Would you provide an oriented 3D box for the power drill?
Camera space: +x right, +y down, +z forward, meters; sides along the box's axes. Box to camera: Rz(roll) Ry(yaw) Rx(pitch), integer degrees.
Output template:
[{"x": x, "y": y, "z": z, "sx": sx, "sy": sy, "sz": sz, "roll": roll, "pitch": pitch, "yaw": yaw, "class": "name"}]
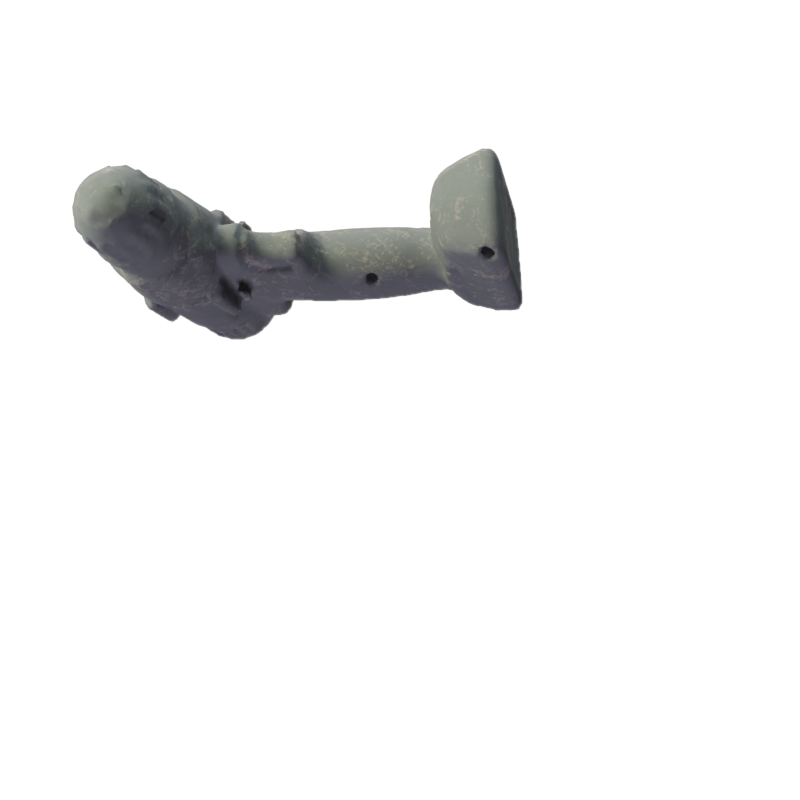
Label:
[{"x": -0.042, "y": -0.076, "z": 0.531, "sx": 0.191, "sy": 0.059, "sz": 0.176, "roll": -3, "pitch": -10, "yaw": 14, "class": "power drill"}]
